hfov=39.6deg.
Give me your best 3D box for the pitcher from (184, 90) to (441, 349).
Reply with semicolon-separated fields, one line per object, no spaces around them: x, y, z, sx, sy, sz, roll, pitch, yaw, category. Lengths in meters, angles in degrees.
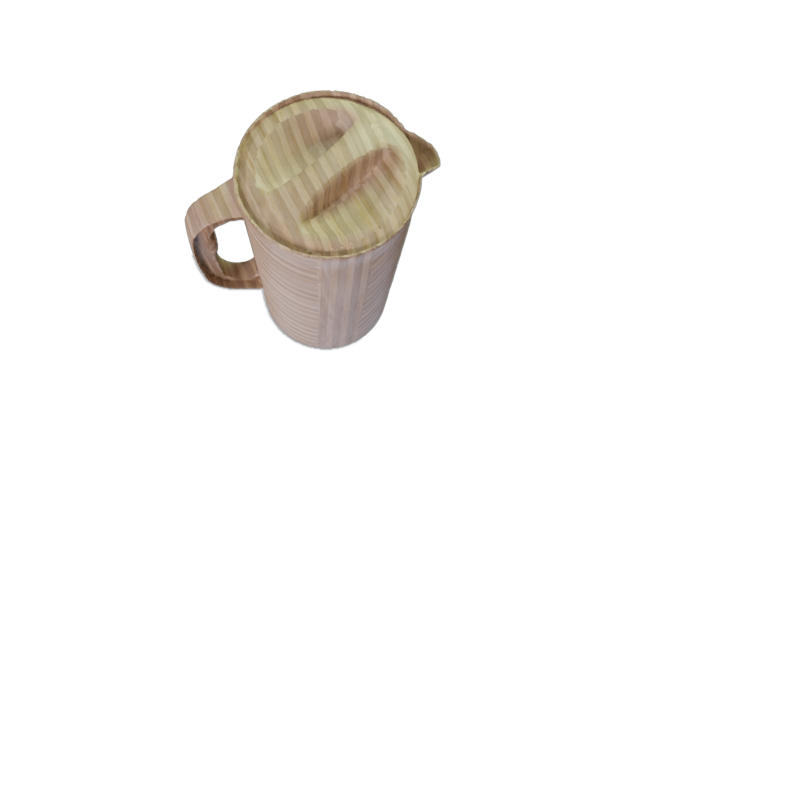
-0.069;-0.125;0.876;0.152;0.149;0.232;27;-19;6;pitcher
